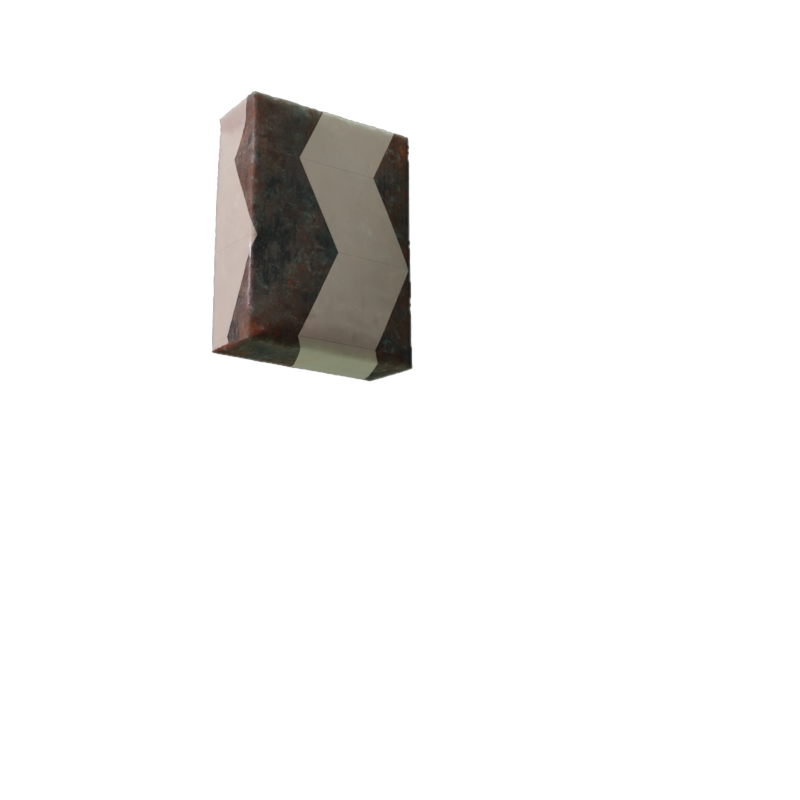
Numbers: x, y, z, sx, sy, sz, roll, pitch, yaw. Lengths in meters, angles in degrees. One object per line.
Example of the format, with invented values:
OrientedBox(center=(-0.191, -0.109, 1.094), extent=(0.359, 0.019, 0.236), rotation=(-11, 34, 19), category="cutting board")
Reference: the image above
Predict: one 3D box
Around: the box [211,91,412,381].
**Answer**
OrientedBox(center=(-0.073, -0.134, 0.939), extent=(0.156, 0.223, 0.072), rotation=(11, -22, -33), category="box")
